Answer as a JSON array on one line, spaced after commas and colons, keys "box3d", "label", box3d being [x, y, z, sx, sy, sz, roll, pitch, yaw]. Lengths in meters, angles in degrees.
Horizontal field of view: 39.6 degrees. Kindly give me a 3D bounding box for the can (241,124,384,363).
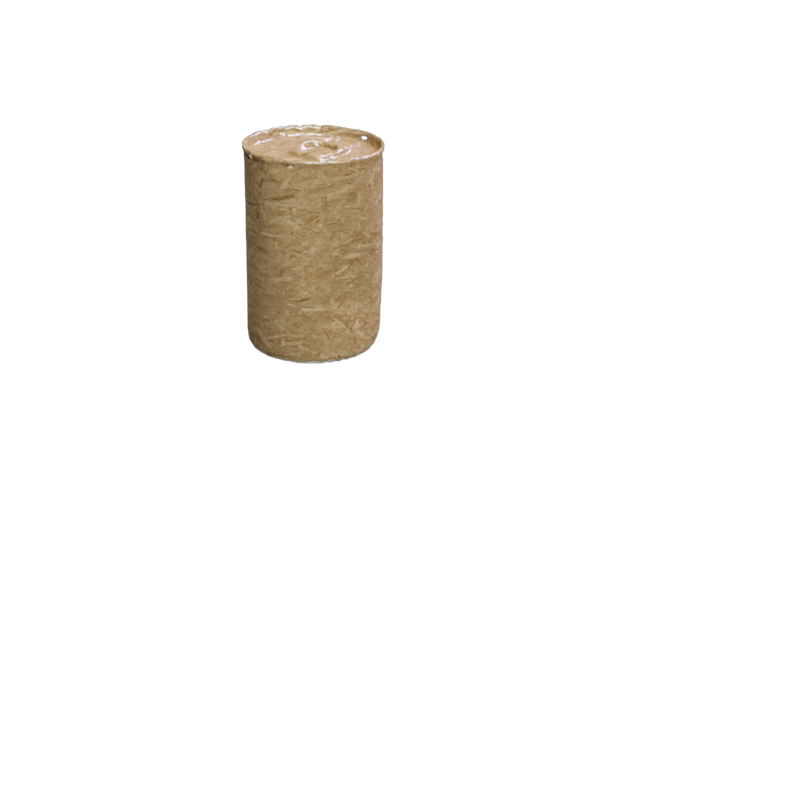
[{"box3d": [-0.043, -0.078, 0.545, 0.068, 0.097, 0.072, 0, 23, -2], "label": "can"}]
